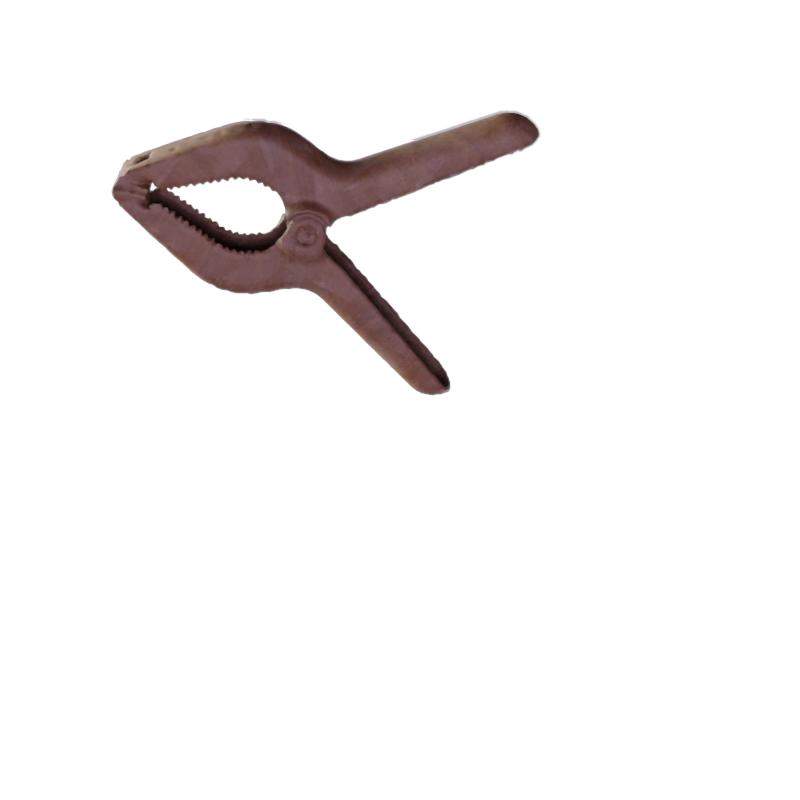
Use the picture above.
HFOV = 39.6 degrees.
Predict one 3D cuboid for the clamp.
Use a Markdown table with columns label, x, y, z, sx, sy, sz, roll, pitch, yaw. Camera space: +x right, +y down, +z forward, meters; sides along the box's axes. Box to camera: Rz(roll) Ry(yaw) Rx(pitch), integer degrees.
| label | x | y | z | sx | sy | sz | roll | pitch | yaw |
| --- | --- | --- | --- | --- | --- | --- | --- | --- | --- |
| clamp | -0.046 | -0.083 | 0.582 | 0.209 | 0.157 | 0.038 | 7 | 24 | -3 |
